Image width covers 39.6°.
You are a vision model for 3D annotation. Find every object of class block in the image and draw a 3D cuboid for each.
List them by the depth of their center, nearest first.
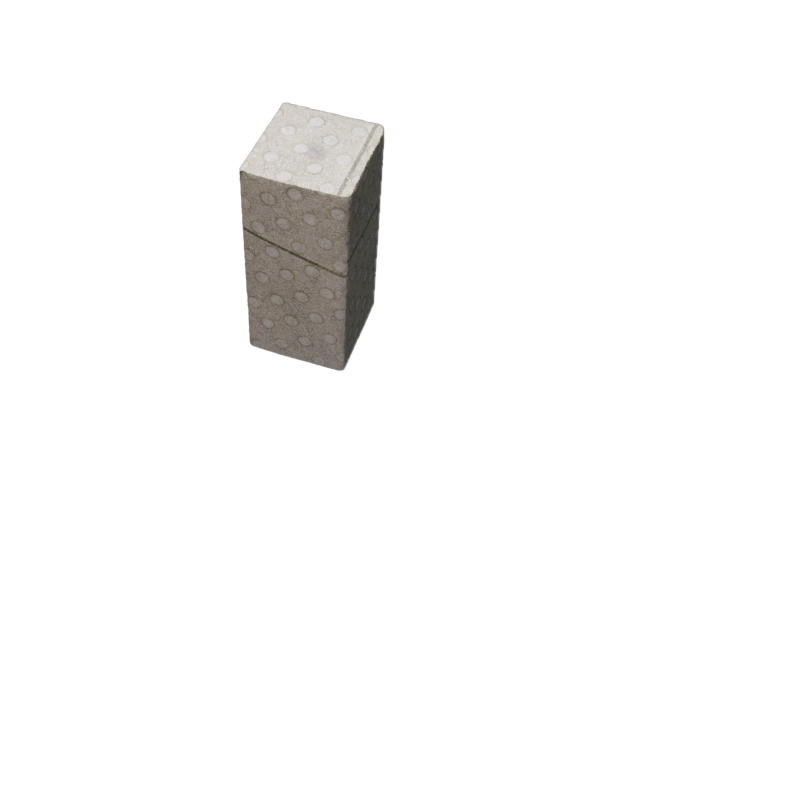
[{"bbox_3d":[-0.071,-0.131,0.918,0.092,0.095,0.192,16,-40,10],"label":"block"}]
